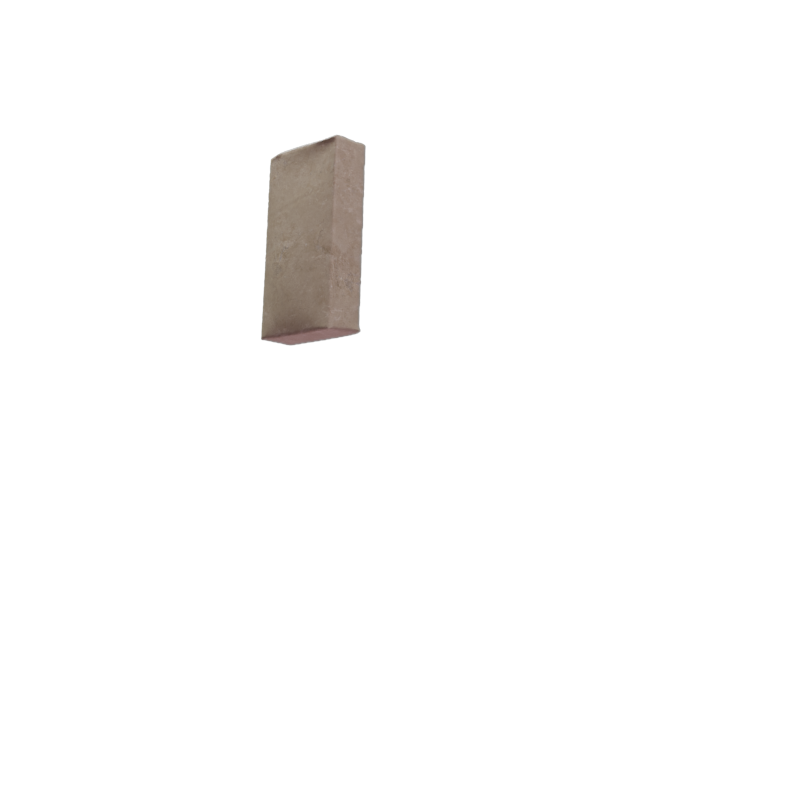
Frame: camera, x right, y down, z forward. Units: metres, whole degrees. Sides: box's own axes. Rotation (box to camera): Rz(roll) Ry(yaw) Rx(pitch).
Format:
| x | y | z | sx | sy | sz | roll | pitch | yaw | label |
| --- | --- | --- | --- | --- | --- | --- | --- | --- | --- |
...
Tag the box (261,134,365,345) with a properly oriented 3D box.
| x | y | z | sx | sy | sz | roll | pitch | yaw | label |
| --- | --- | --- | --- | --- | --- | --- | --- | --- | --- |
| -0.079 | -0.143 | 0.999 | 0.095 | 0.182 | 0.045 | -12 | -17 | 42 | box |
